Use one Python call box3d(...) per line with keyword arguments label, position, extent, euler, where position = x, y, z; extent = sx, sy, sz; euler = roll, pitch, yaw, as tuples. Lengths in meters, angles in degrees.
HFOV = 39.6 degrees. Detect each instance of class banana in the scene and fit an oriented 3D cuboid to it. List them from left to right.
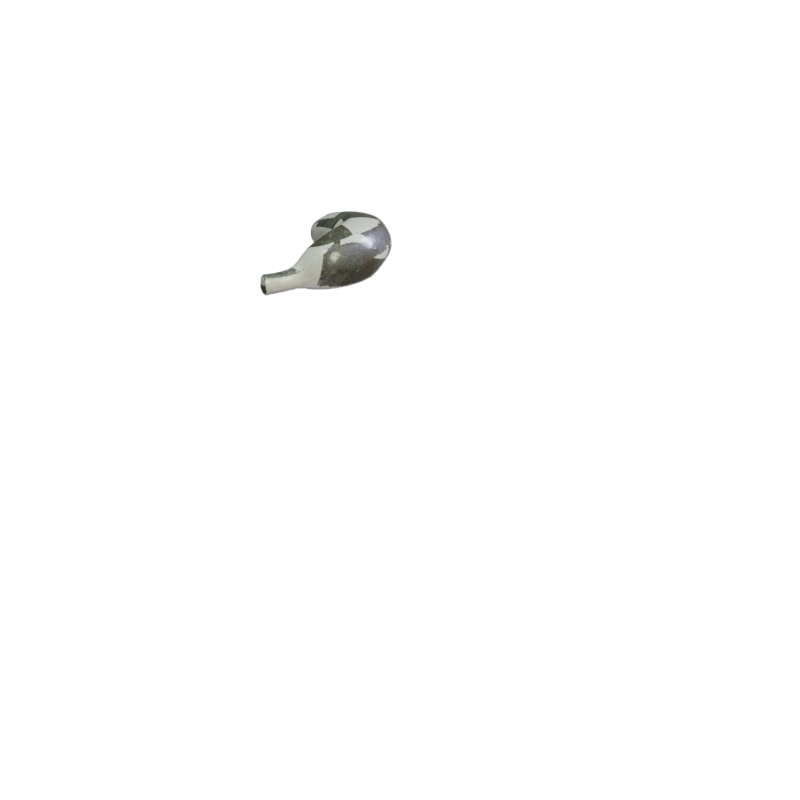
box3d(label="banana", position=(-0.039, -0.103, 0.726), extent=(0.070, 0.036, 0.201), euler=(1, 16, 5))
